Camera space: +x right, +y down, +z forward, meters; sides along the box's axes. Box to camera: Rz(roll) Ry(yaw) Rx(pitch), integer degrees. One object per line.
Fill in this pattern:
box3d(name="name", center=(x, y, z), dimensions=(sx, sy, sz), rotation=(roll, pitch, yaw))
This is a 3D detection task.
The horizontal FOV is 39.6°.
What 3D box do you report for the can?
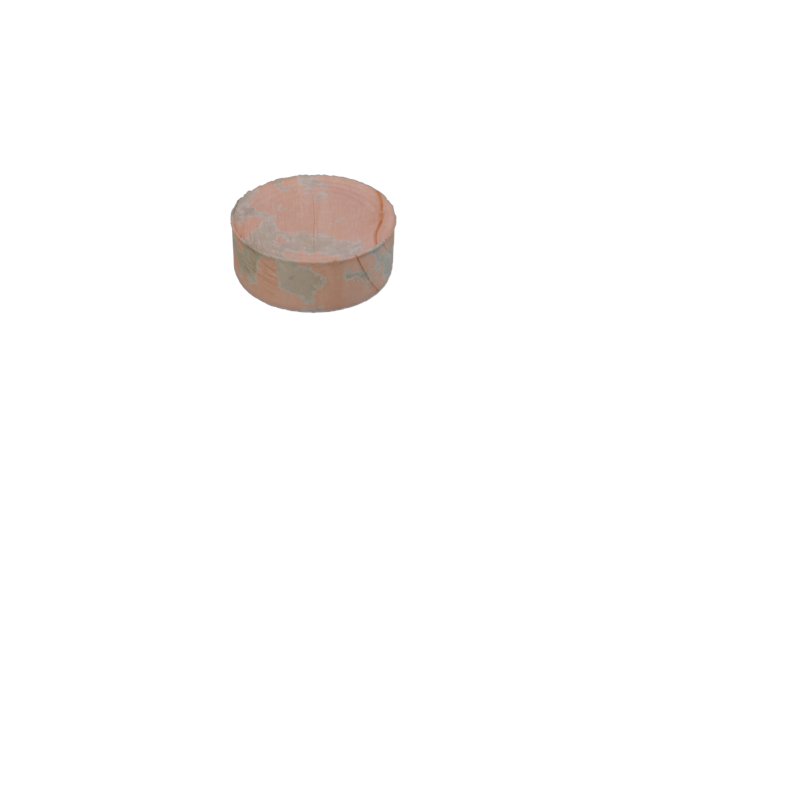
box3d(name="can", center=(-0.045, -0.083, 0.581), dimensions=(0.086, 0.031, 0.092), rotation=(-1, 38, -2))
